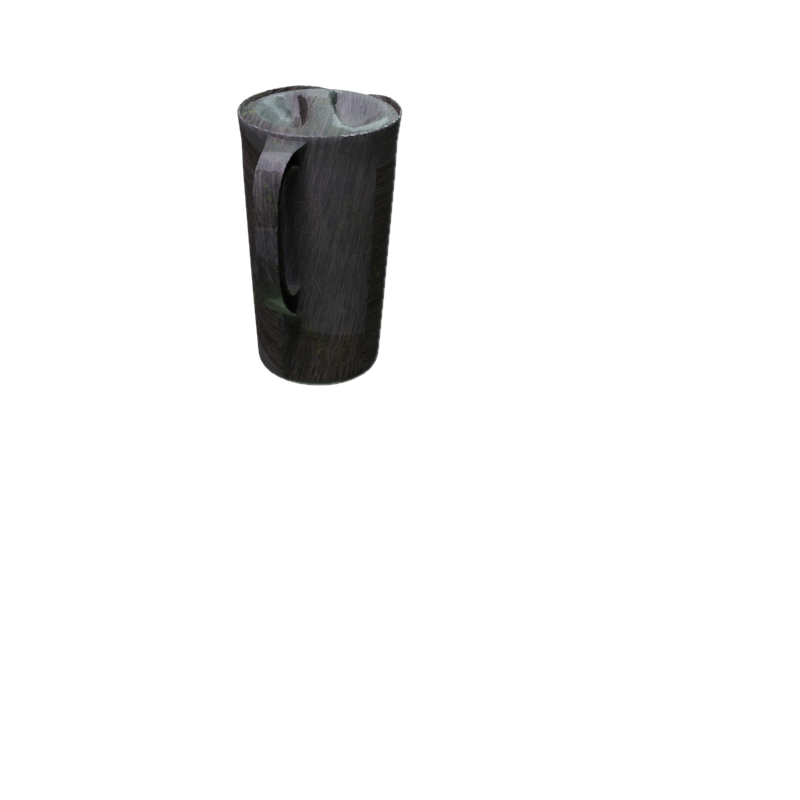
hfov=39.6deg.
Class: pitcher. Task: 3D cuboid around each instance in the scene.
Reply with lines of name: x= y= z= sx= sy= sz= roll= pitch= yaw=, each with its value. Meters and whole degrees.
pitcher: x=-0.073 y=-0.134 z=0.936 sx=0.146 sy=0.230 sz=0.156 roll=-11 pitch=30 yaw=-23
